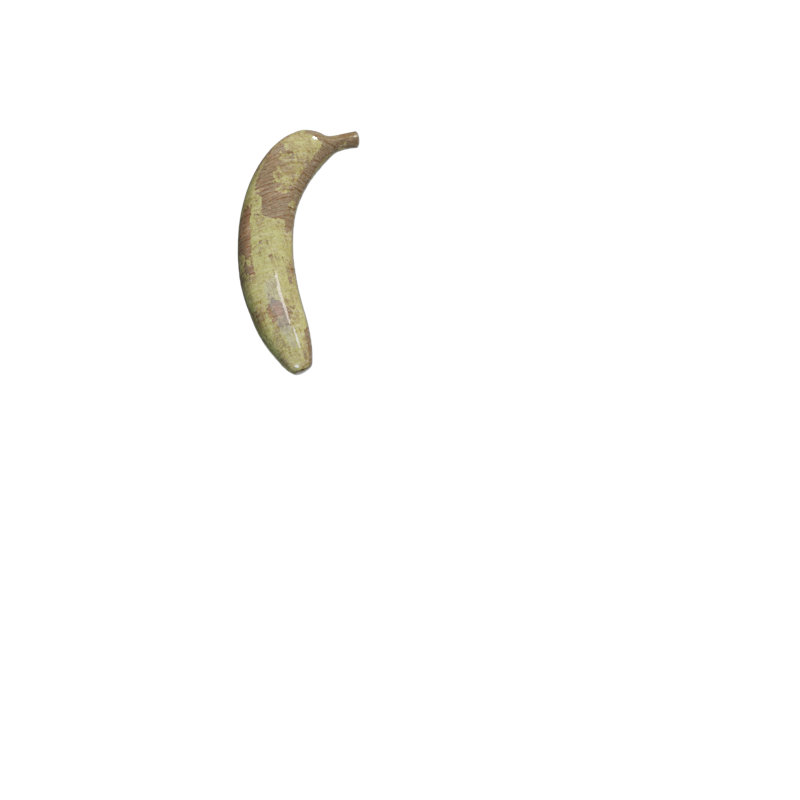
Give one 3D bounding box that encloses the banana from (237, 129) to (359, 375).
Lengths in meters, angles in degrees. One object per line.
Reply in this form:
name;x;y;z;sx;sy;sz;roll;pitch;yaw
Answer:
banana;-0.076;-0.114;0.752;0.070;0.208;0.035;8;-28;3
